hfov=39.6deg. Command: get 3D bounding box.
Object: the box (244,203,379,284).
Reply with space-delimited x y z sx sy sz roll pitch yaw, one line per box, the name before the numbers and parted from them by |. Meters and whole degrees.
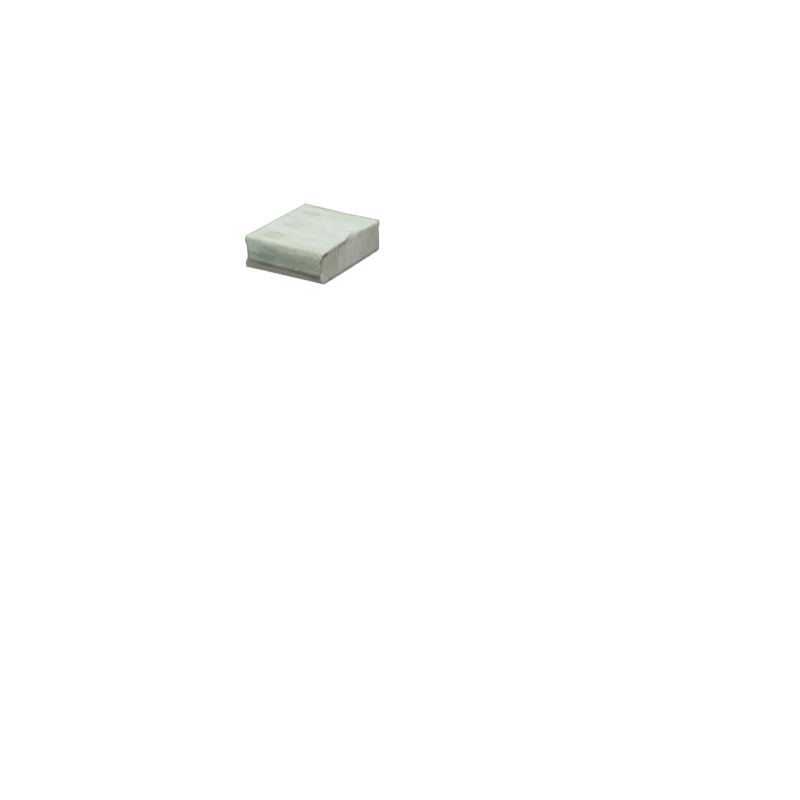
box | -0.069 -0.126 0.880 0.077 0.029 0.090 15 31 27
